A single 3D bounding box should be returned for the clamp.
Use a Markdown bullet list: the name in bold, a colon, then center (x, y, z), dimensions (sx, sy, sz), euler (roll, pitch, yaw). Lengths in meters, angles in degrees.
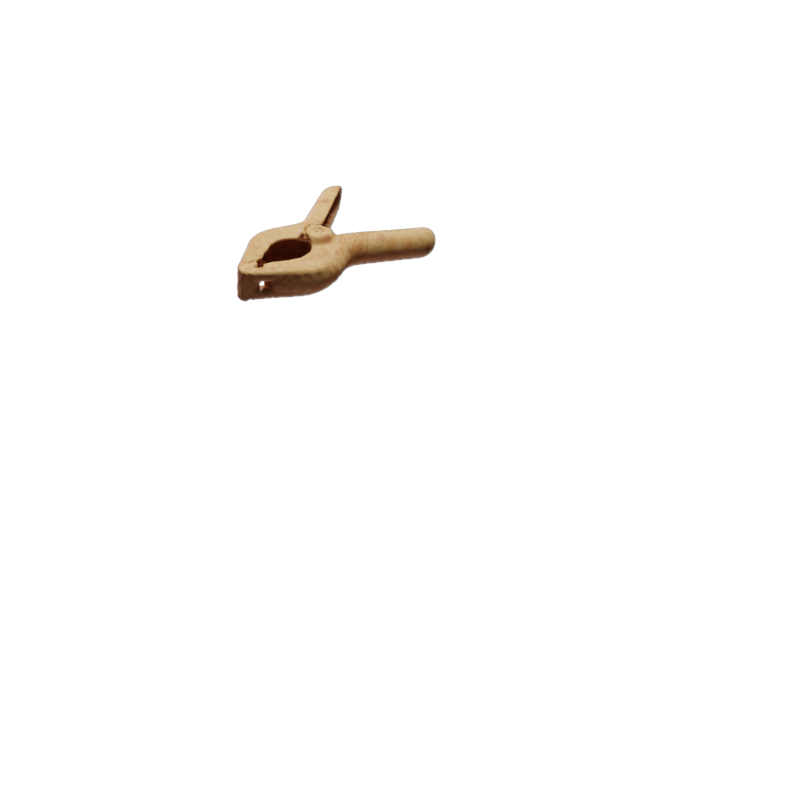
- **clamp**: center (-0.070, -0.128, 0.899), dimensions (0.169, 0.037, 0.129), euler (-21, 36, -32)
